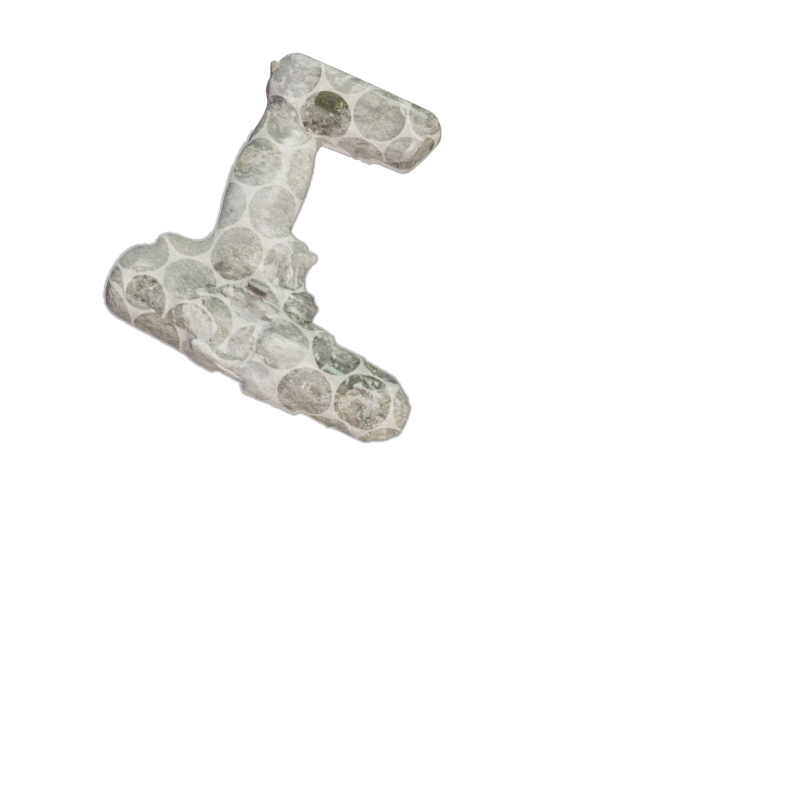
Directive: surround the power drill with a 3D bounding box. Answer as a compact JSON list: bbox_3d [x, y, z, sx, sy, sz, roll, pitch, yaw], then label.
[{"bbox_3d":[-0.049,-0.090,0.630,0.187,0.191,0.055,26,-14,6],"label":"power drill"}]
